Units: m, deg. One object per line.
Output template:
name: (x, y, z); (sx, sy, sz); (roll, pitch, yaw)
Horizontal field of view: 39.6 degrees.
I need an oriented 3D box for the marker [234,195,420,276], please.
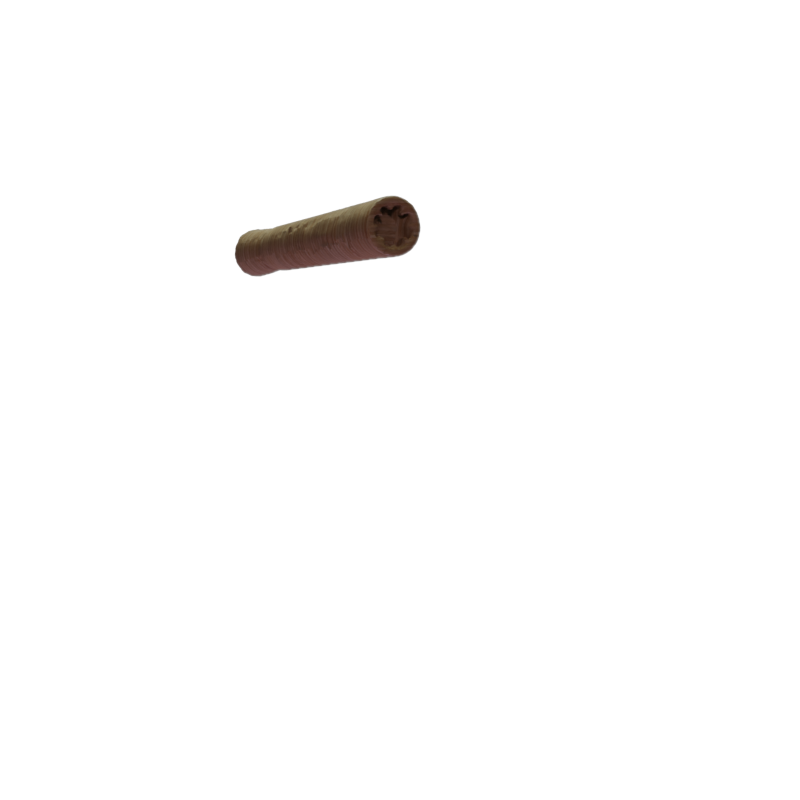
marker: (-0.031, -0.056, 0.390); (0.019, 0.020, 0.124); (-2, 3, -27)
